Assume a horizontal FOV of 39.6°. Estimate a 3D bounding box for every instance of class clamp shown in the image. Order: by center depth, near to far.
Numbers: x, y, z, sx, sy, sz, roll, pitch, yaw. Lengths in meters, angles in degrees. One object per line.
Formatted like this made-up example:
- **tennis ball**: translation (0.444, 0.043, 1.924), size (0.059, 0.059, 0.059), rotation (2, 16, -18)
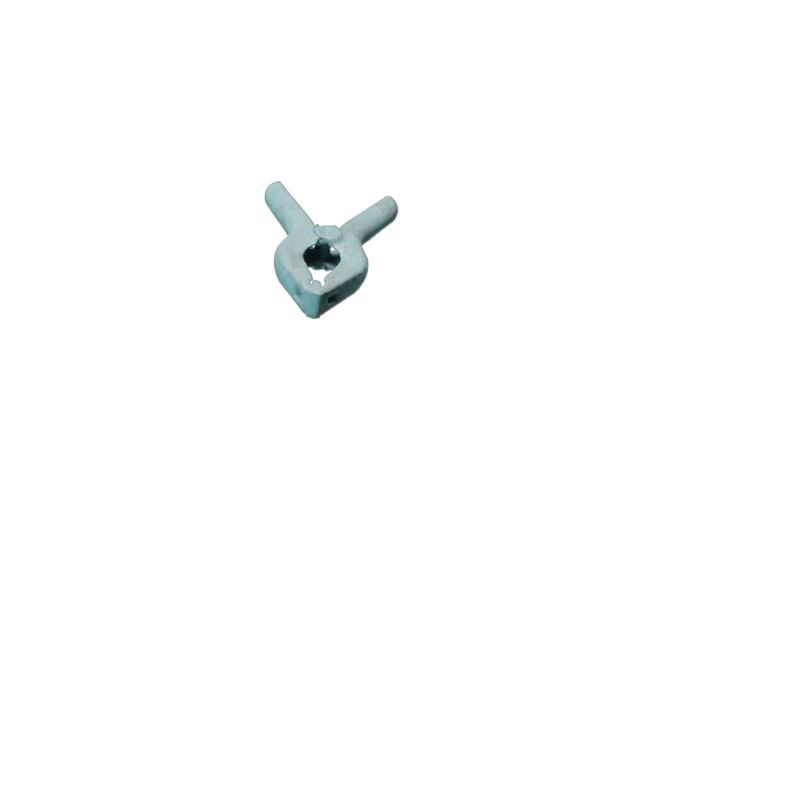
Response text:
- **clamp**: translation (-0.074, -0.136, 0.950), size (0.122, 0.037, 0.180), rotation (7, 38, 9)
